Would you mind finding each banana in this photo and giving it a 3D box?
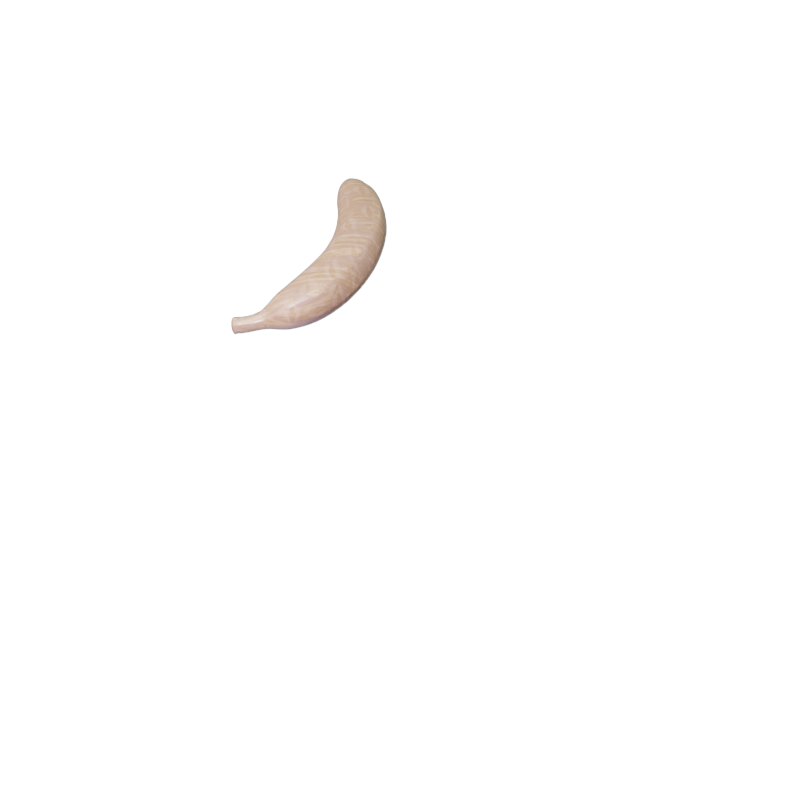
[{"bbox_3d":[-0.048,-0.108,0.801,0.072,0.034,0.205,14,42,16],"label":"banana"}]
